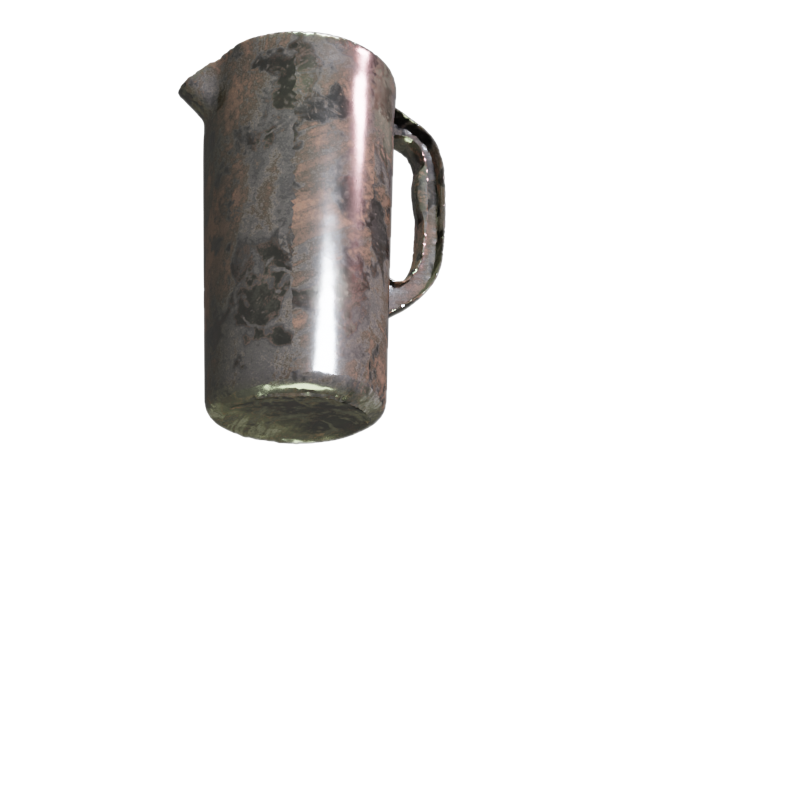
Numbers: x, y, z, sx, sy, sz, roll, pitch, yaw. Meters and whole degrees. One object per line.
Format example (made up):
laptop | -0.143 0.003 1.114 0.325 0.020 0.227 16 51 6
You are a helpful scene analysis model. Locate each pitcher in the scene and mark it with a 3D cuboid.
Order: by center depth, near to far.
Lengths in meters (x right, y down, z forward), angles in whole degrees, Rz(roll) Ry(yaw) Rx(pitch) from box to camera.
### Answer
pitcher | -0.056 -0.101 0.711 0.151 0.257 0.135 -10 -26 17
